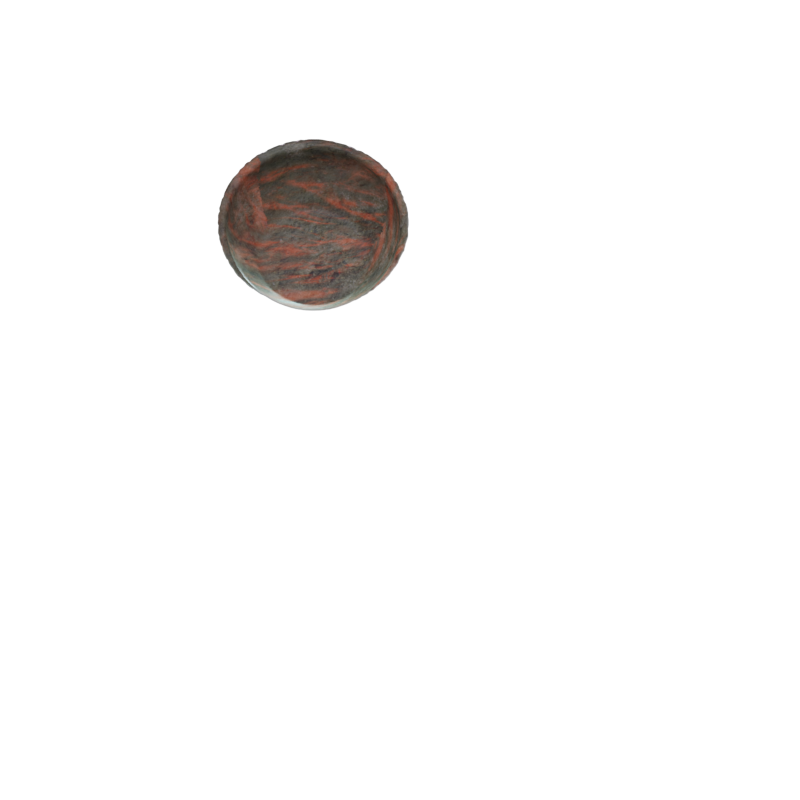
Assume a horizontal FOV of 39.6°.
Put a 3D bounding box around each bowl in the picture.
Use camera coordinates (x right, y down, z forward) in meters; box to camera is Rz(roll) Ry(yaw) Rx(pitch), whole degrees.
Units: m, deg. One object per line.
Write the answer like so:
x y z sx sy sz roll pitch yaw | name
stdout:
-0.072 -0.131 0.915 0.162 0.152 0.059 1 32 -1 | bowl
